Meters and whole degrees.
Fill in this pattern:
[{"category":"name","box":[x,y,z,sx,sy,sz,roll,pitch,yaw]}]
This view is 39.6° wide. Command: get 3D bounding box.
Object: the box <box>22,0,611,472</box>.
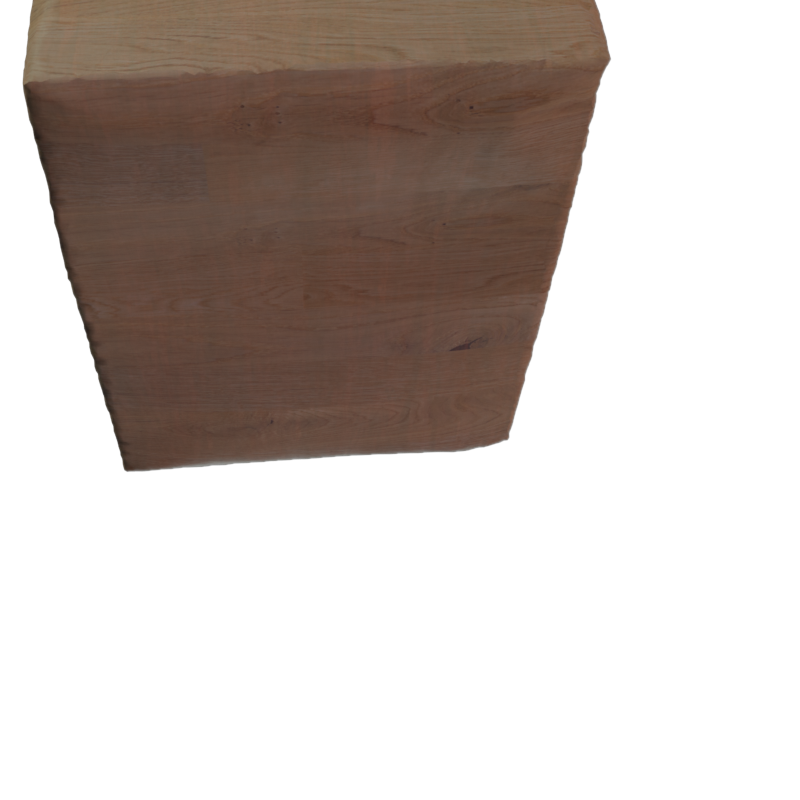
[{"category":"box","box":[-0.031,-0.056,0.395,0.163,0.077,0.200,-3,-34,-5]}]
